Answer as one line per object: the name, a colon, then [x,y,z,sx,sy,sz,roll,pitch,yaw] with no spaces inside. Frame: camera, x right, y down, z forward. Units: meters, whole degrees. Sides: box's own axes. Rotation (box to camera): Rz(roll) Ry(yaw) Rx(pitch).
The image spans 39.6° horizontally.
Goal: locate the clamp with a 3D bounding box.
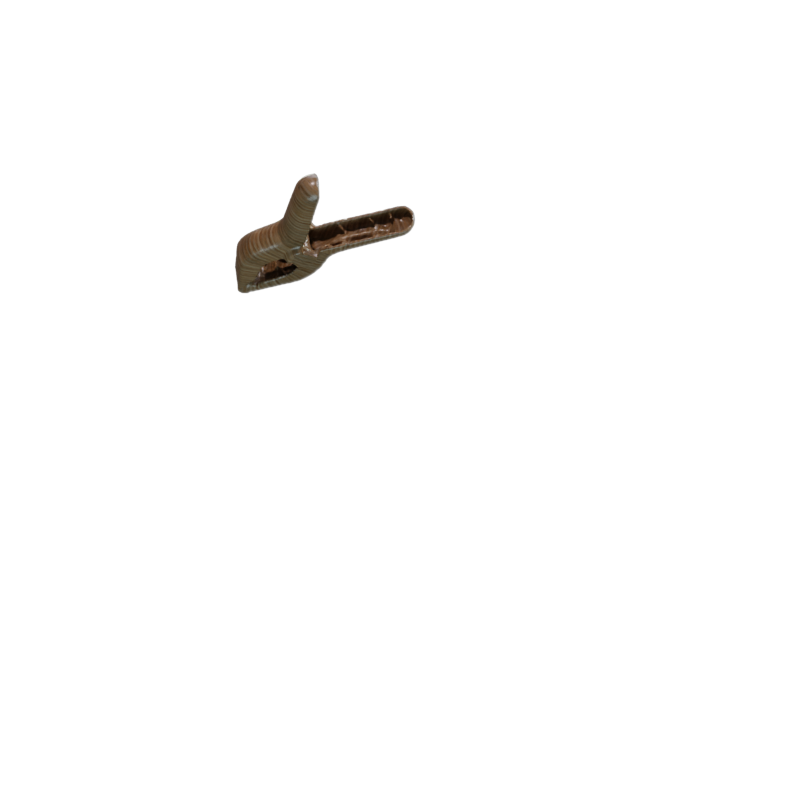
clamp: [-0.073,-0.134,0.937,0.114,0.041,0.171,15,-27,-32]
